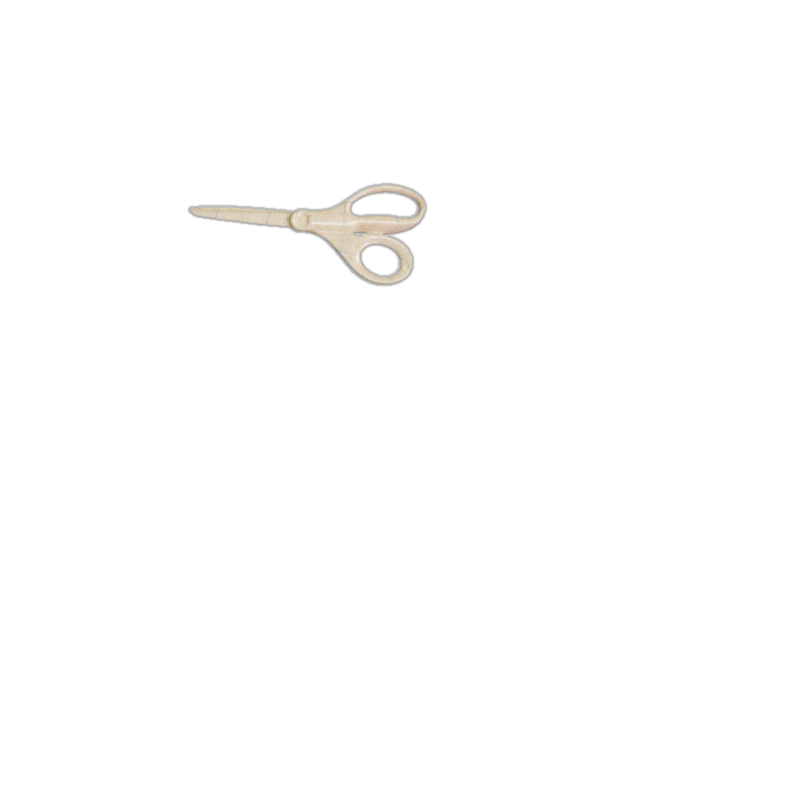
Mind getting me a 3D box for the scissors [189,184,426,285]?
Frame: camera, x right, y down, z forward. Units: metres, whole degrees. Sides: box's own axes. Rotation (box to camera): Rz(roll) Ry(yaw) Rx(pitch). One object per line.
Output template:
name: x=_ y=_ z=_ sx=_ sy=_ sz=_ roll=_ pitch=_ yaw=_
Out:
scissors: x=-0.074 y=-0.136 z=0.951 sx=0.201 sy=0.099 sz=0.015 roll=-10 pitch=-11 yaw=-2
